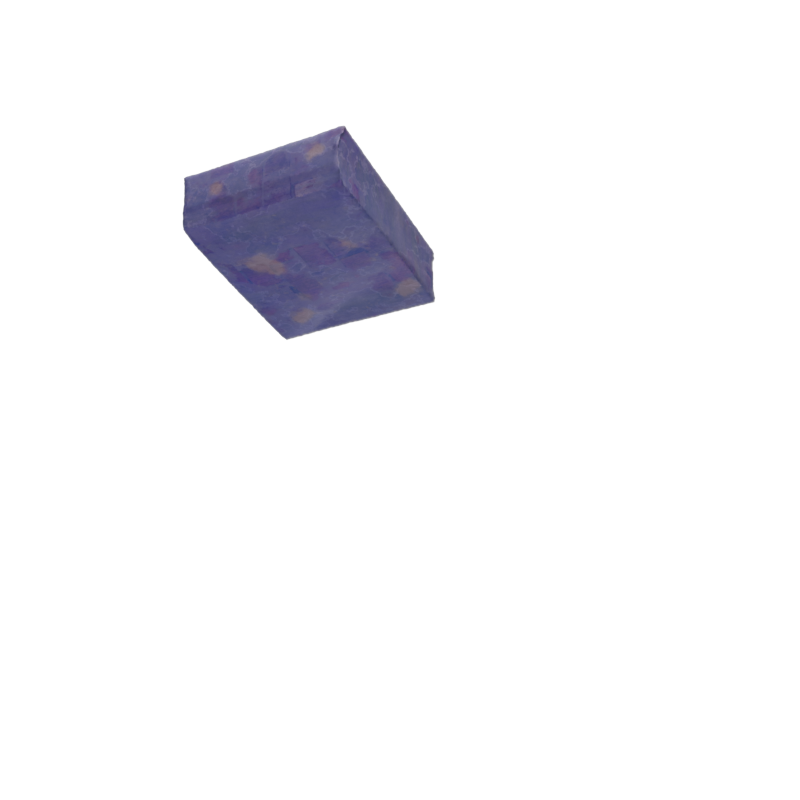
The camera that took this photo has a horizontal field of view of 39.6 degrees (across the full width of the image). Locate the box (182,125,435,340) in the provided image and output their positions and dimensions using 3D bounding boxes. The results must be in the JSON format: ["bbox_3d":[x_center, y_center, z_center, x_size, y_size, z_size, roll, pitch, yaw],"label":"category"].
[{"bbox_3d":[-0.044,-0.080,0.560,0.091,0.041,0.105,-14,-33,21],"label":"box"}]
